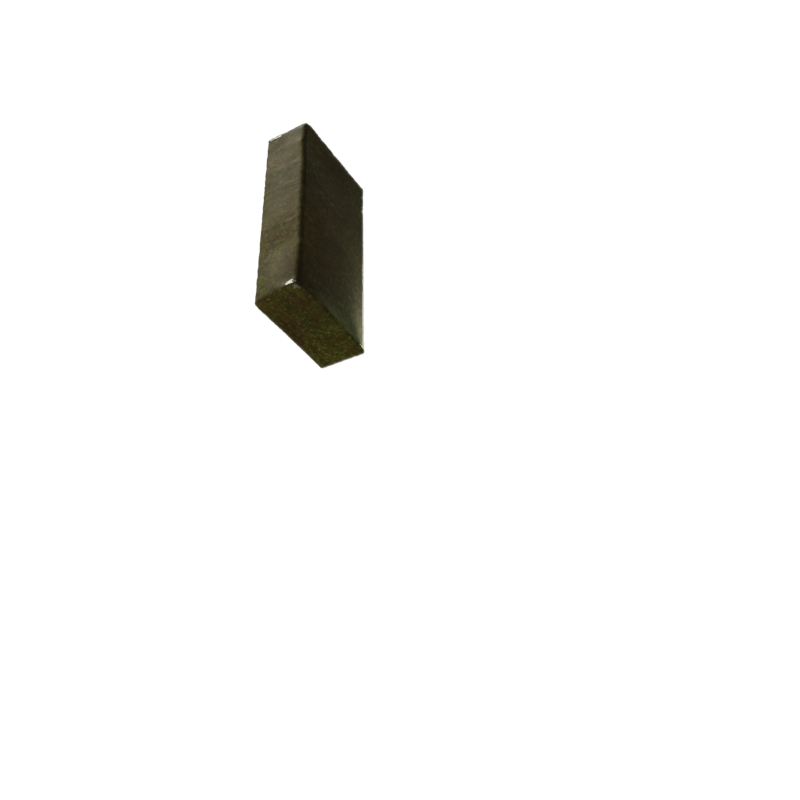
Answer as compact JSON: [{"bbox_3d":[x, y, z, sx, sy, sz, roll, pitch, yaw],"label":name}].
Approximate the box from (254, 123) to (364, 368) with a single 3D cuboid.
[{"bbox_3d":[-0.068,-0.123,0.866,0.048,0.189,0.086,-24,-45,21],"label":"box"}]
